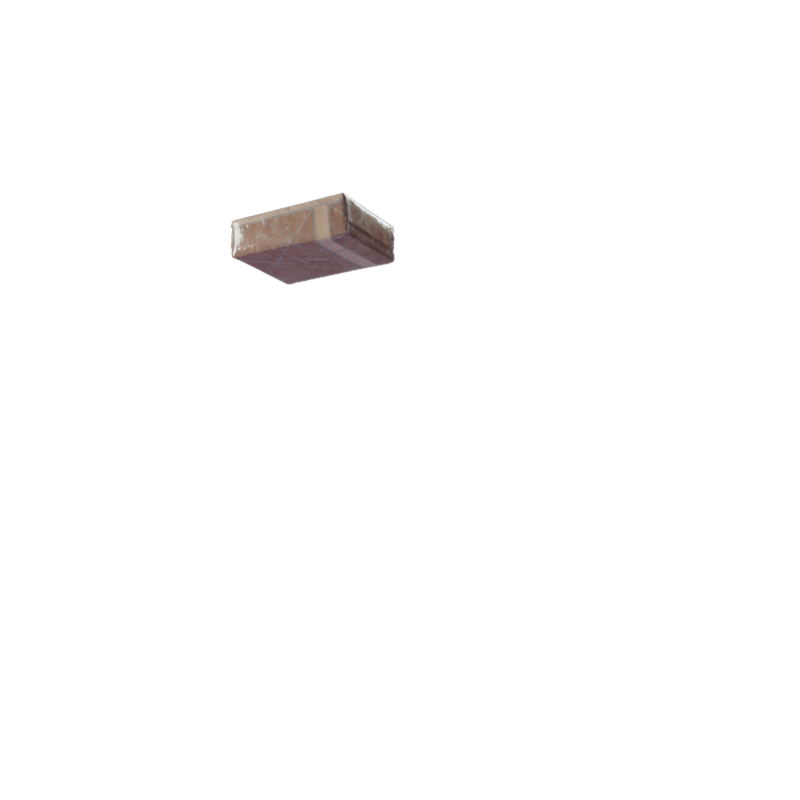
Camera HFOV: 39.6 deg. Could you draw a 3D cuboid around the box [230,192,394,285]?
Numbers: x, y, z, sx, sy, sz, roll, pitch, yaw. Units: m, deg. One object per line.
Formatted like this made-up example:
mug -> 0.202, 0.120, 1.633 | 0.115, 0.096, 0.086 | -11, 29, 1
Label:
box -> -0.074, -0.135, 0.942 | 0.116, 0.040, 0.084 | -7, -14, 28
